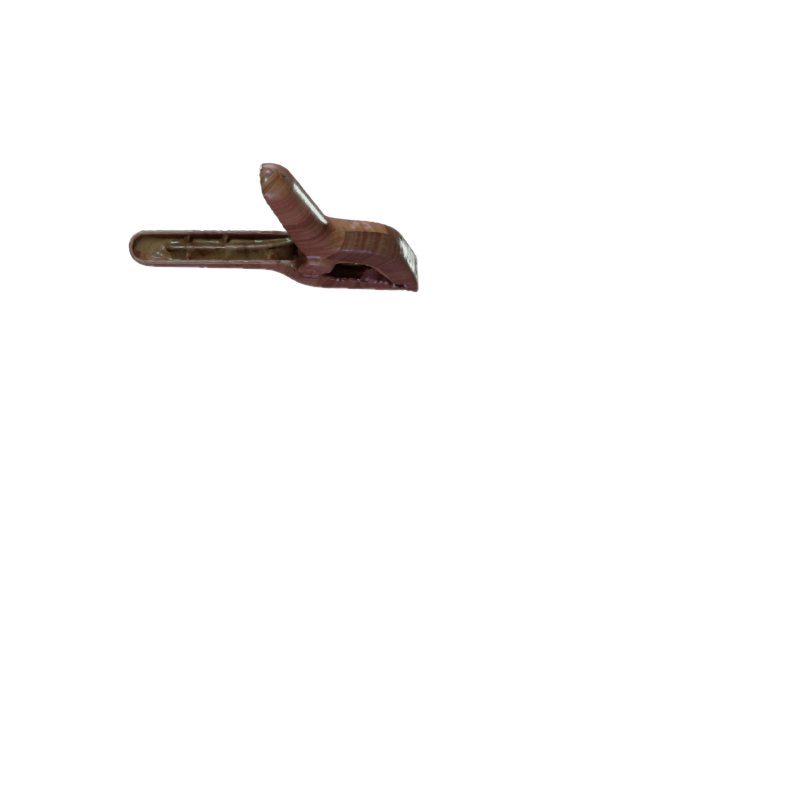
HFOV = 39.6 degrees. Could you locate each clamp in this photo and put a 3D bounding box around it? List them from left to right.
[{"bbox_3d":[-0.060,-0.109,0.766,0.200,0.038,0.166,8,-15,-33],"label":"clamp"}]
